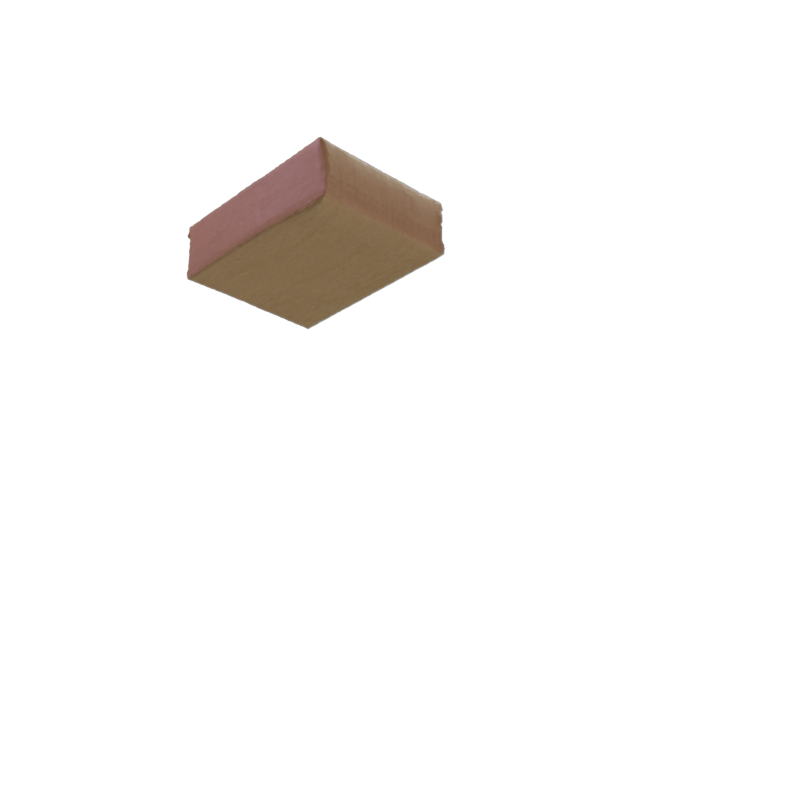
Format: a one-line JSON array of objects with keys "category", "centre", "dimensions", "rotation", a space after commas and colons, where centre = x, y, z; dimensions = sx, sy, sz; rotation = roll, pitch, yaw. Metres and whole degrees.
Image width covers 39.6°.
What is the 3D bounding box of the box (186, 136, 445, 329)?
[{"category": "box", "centre": [-0.047, -0.085, 0.596], "dimensions": [0.084, 0.041, 0.114], "rotation": [22, -33, -40]}]
